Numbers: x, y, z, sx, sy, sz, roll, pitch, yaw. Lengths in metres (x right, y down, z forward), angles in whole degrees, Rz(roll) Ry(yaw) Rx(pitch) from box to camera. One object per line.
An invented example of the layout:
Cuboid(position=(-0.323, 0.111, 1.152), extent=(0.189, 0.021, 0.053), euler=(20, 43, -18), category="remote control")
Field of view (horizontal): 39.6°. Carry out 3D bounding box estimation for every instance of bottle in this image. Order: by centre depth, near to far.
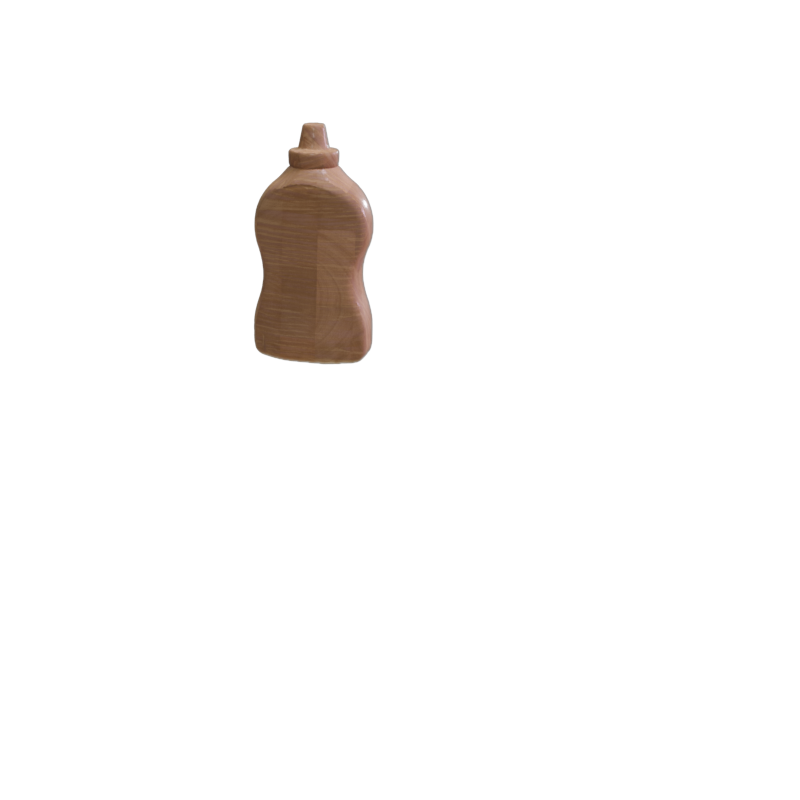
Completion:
Cuboid(position=(-0.070, -0.129, 0.900), extent=(0.098, 0.186, 0.059), euler=(5, 14, 16), category="bottle")
